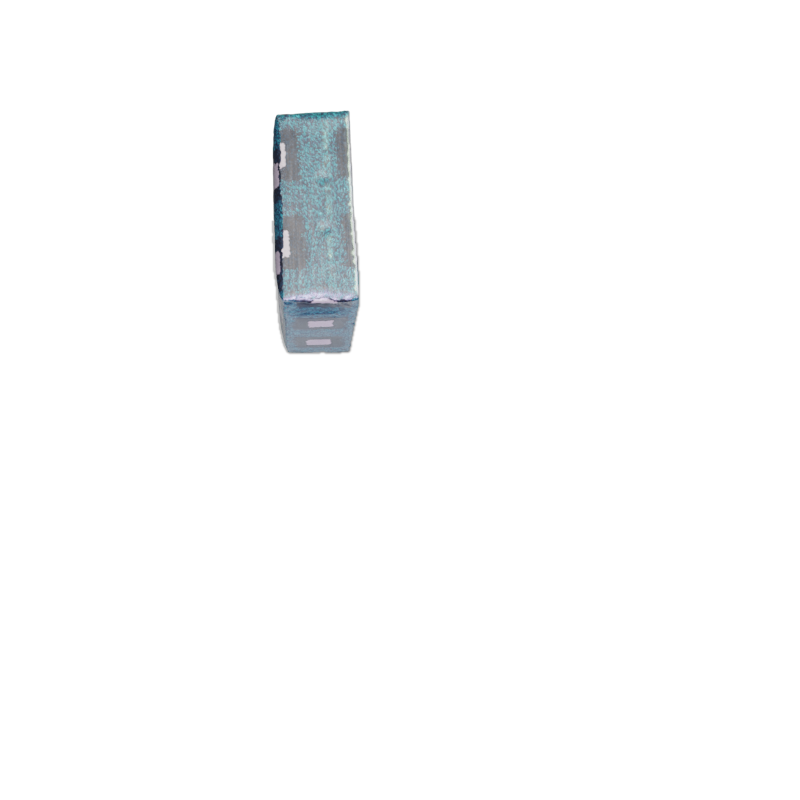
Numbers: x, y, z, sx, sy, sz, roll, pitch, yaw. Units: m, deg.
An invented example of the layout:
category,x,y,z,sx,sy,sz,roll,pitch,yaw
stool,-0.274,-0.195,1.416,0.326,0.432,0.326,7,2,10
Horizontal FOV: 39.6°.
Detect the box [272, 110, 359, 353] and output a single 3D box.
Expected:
category,x,y,z,sx,sy,sz,roll,pitch,yaw
box,-0.078,-0.142,0.994,0.071,0.170,0.207,-3,-12,-4
